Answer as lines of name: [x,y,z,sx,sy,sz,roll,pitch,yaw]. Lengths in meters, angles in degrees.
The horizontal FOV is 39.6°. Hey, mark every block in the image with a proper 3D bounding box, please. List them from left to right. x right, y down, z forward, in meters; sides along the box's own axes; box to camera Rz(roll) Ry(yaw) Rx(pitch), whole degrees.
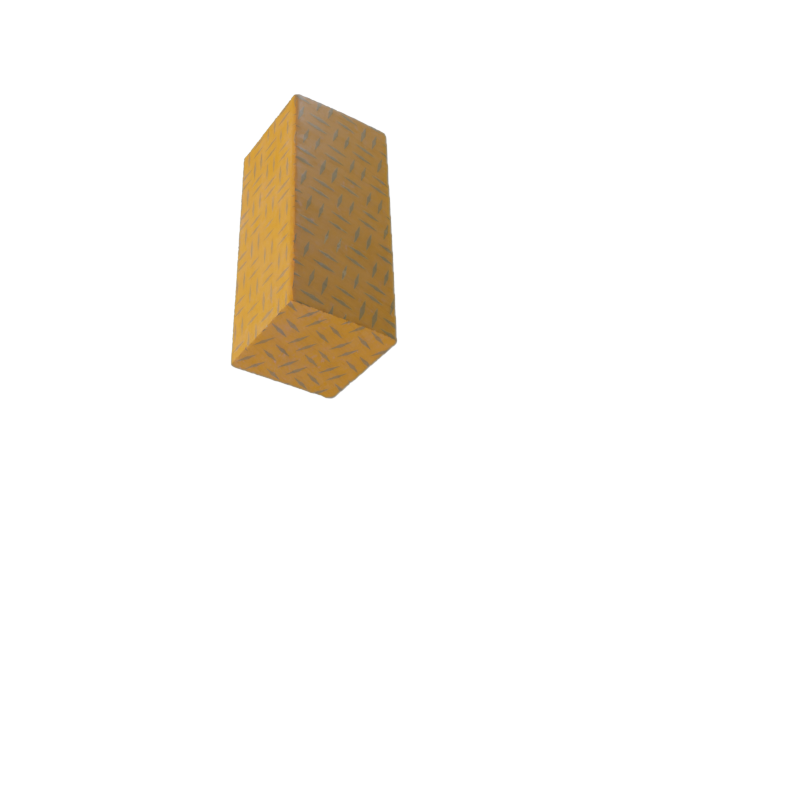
block: [-0.066,-0.121,0.846,0.086,0.221,0.089,20,-43,-27]
